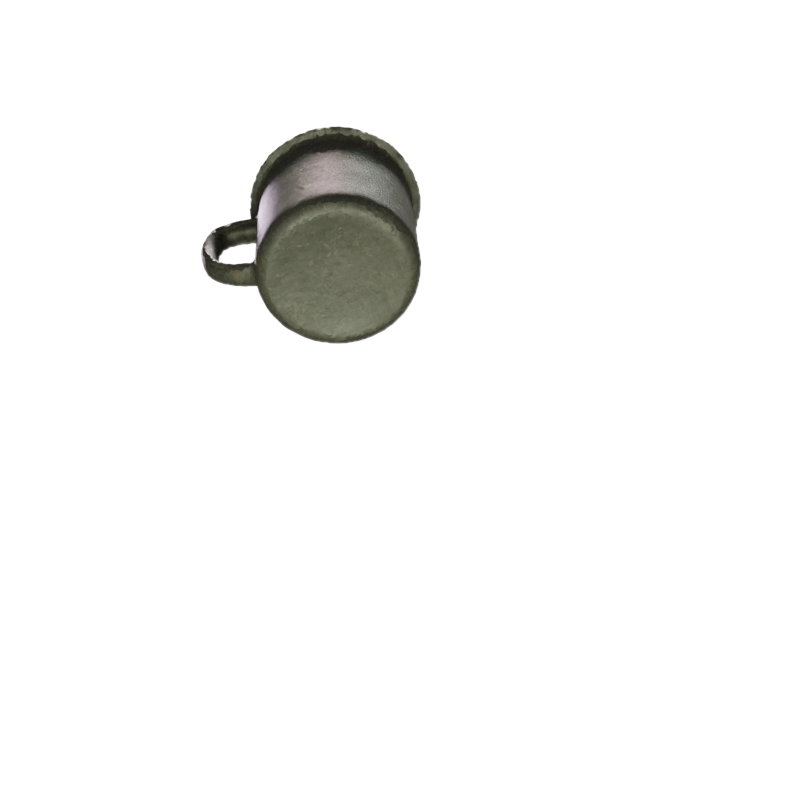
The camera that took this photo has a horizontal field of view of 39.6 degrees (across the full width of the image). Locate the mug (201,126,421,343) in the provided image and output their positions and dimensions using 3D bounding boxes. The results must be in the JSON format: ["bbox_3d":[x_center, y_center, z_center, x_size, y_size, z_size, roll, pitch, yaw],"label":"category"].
[{"bbox_3d":[-0.045,-0.081,0.570,0.117,0.087,0.087,-6,31,2],"label":"mug"}]
